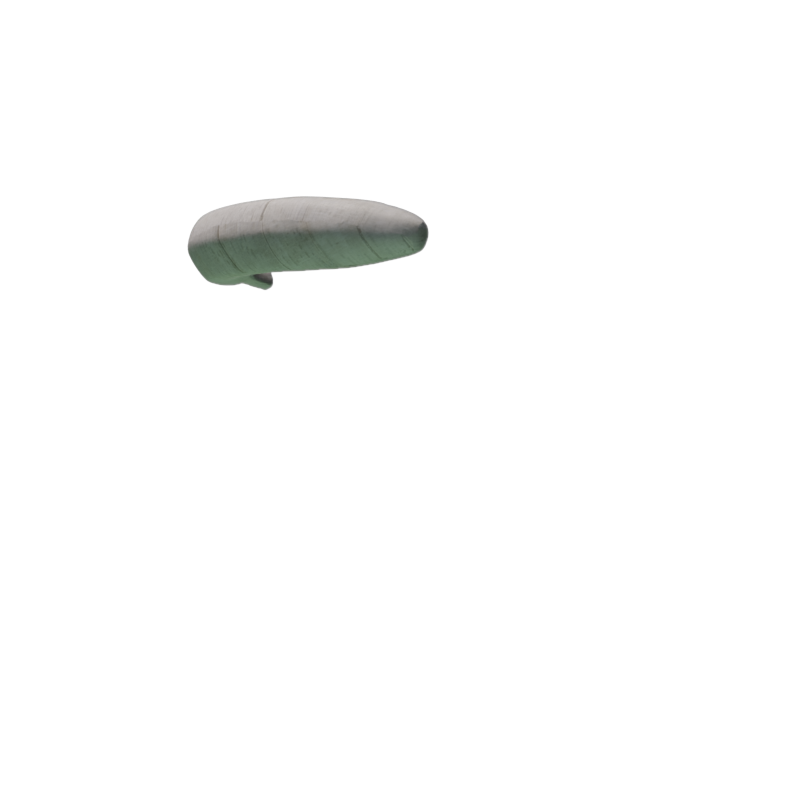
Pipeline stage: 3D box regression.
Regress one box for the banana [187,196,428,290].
[{"bbox_3d":[-0.061,-0.079,0.547,0.067,0.037,0.203,0,2,-27],"label":"banana"}]
